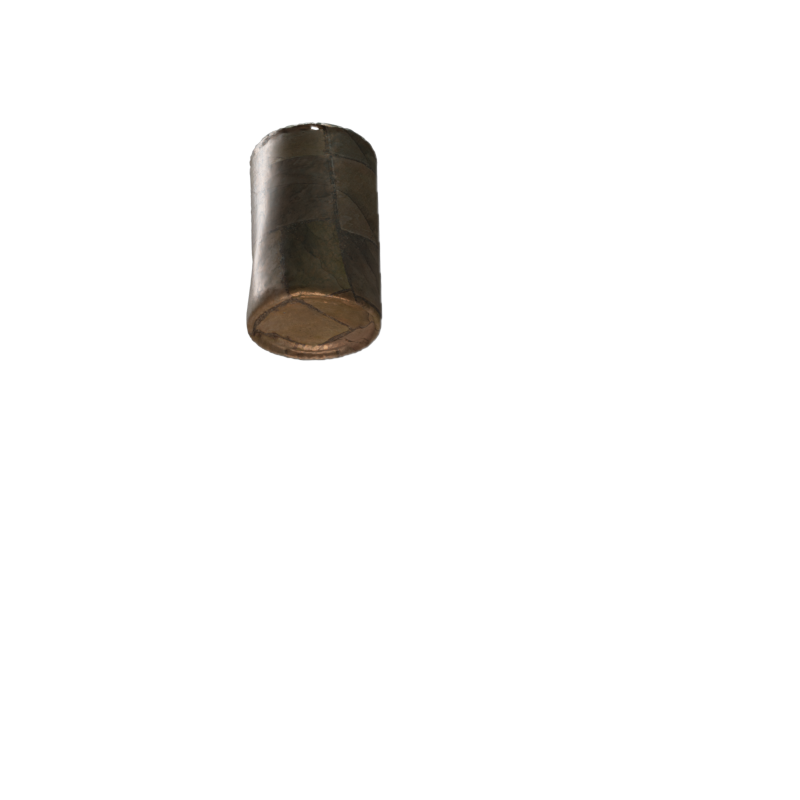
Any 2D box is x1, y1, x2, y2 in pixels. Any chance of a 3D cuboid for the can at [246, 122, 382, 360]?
[{"bbox_3d":[-0.044,-0.080,0.561,0.068,0.109,0.064,-1,-31,-2],"label":"can"}]
